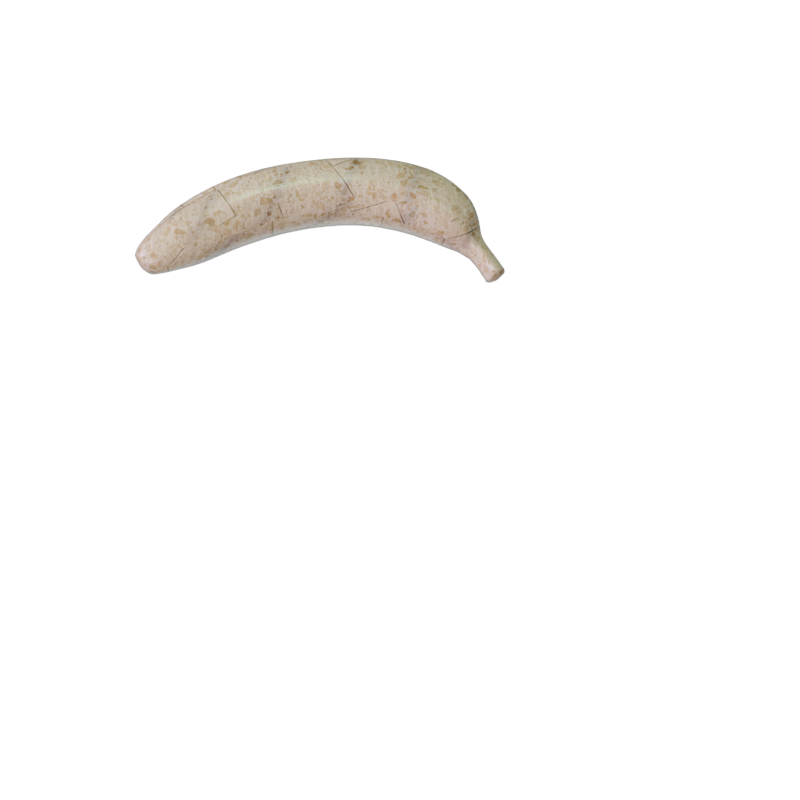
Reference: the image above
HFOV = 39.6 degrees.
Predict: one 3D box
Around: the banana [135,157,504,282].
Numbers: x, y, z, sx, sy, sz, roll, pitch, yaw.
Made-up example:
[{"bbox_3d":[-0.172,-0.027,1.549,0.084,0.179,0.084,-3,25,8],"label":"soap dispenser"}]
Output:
[{"bbox_3d":[-0.043,-0.101,0.604,0.198,0.074,0.034,0,-34,0],"label":"banana"}]
